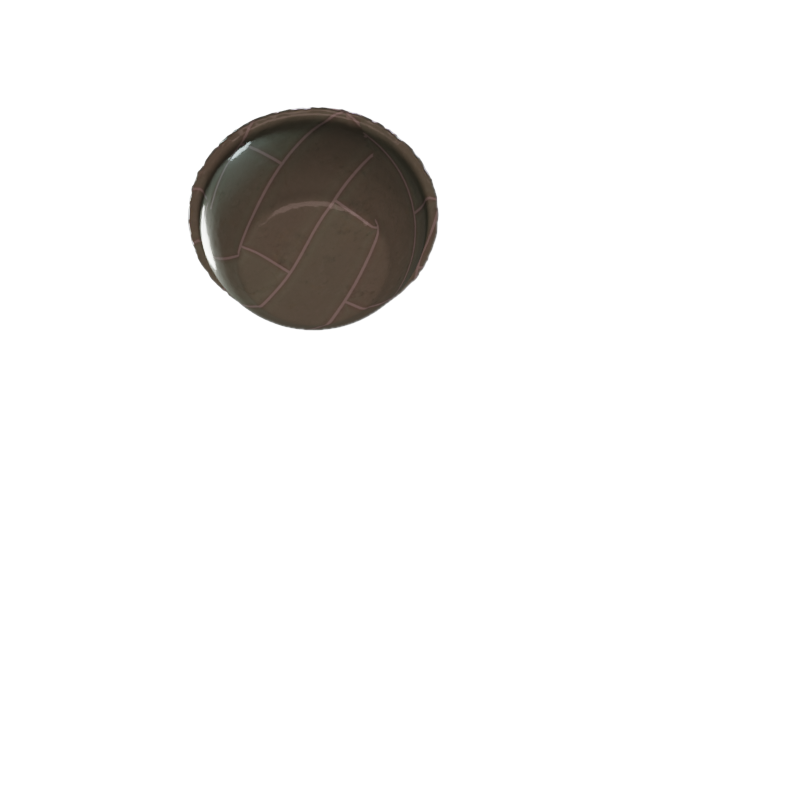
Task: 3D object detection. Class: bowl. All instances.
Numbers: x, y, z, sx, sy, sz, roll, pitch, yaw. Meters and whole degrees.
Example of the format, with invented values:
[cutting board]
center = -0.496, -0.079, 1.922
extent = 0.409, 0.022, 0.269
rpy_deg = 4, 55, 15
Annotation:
[bowl]
center = -0.054, -0.099, 0.695
extent = 0.162, 0.152, 0.059
rpy_deg = 1, 34, -1
